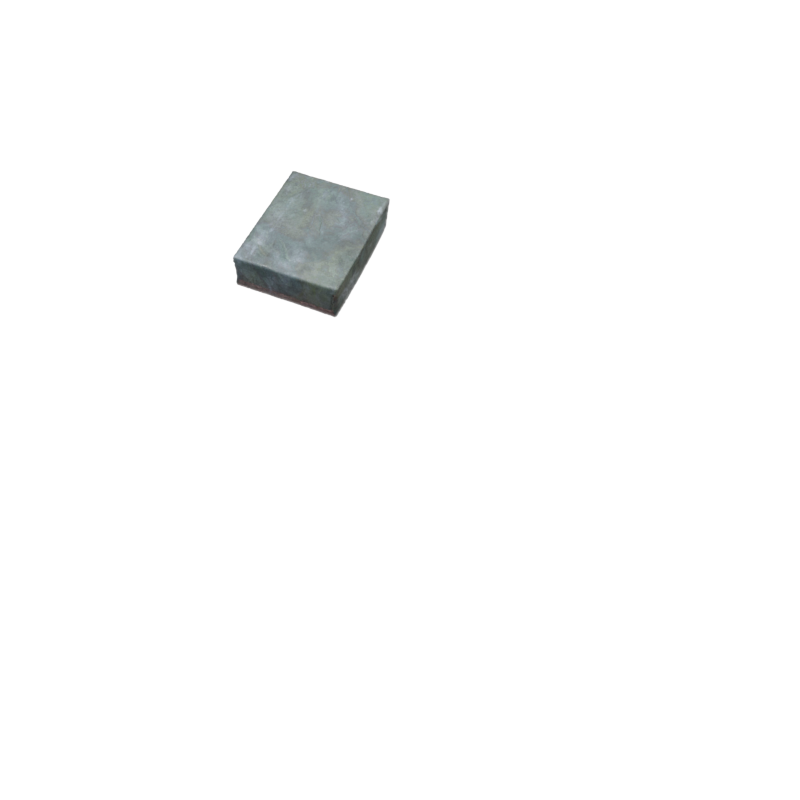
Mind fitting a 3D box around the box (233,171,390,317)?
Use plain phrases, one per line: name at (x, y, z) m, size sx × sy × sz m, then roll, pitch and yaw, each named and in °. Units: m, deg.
box at (-0.070, -0.128, 0.898) m, size 0.093 × 0.118 × 0.036 m, roll 17°, pitch -39°, yaw 14°
